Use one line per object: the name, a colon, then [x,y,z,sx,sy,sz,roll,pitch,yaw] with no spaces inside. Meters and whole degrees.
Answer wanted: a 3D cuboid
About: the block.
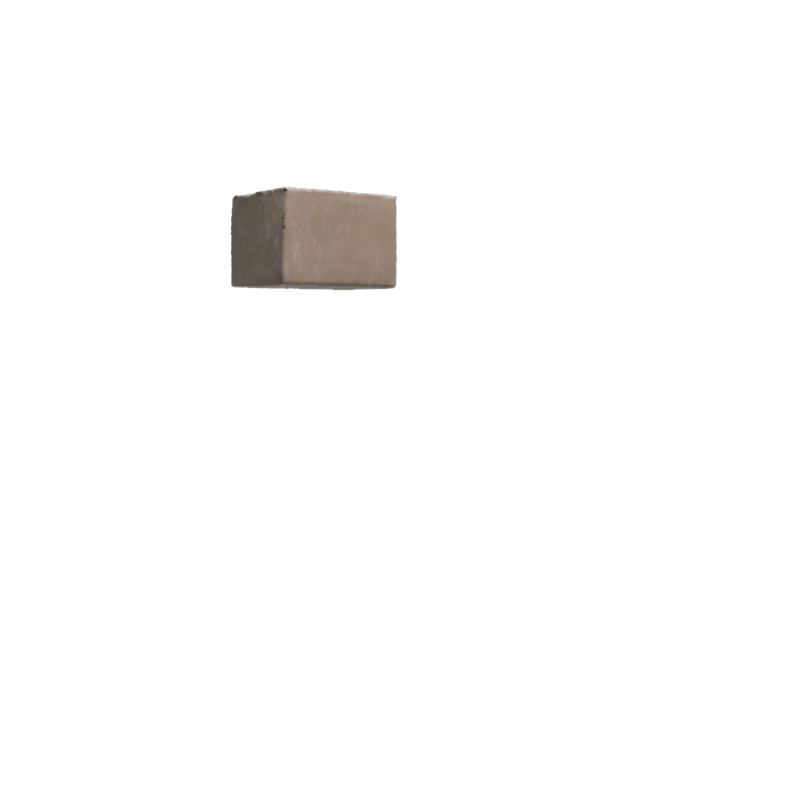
block: [-0.047,-0.086,0.605,0.075,0.051,0.055,-2,1,-39]
